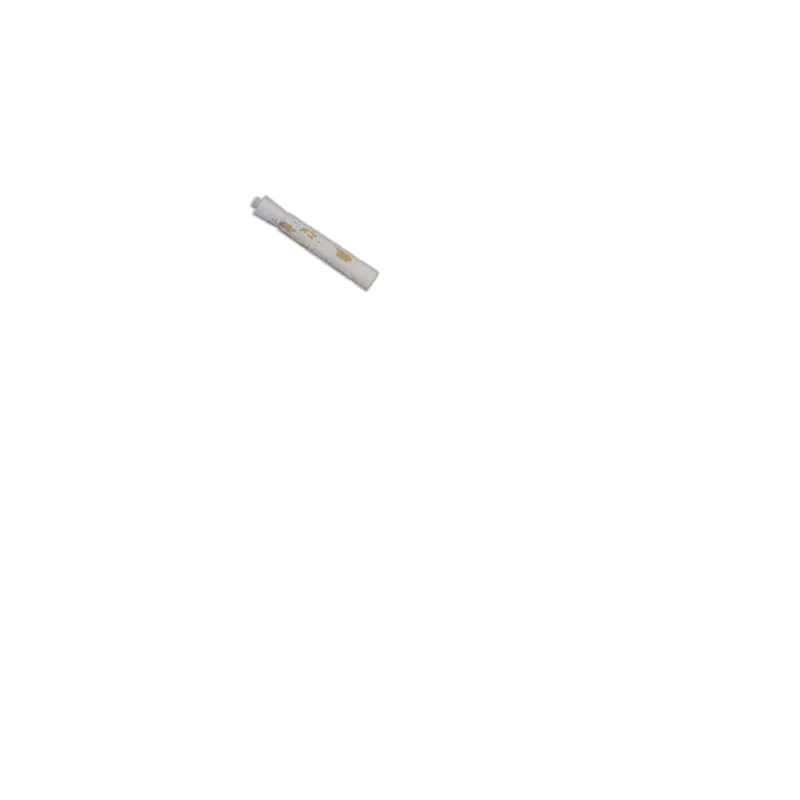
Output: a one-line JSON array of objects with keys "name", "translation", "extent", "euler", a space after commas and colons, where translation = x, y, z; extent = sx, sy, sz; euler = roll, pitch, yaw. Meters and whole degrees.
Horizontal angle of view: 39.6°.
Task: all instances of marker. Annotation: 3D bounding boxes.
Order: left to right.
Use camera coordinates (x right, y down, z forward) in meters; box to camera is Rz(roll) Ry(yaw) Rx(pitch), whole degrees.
[{"name": "marker", "translation": [-0.073, -0.133, 0.929], "extent": [0.122, 0.020, 0.020], "euler": [35, 6, 5]}]
